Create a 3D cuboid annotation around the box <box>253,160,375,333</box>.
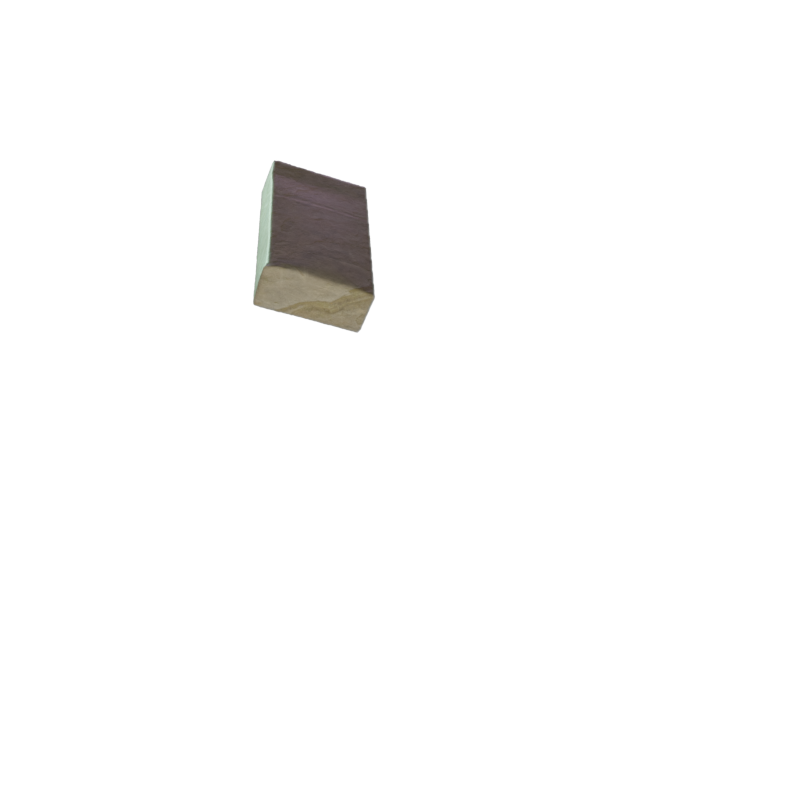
[{"bbox_3d":[-0.074,-0.135,0.950,0.091,0.046,0.188,14,33,-13],"label":"box"}]
